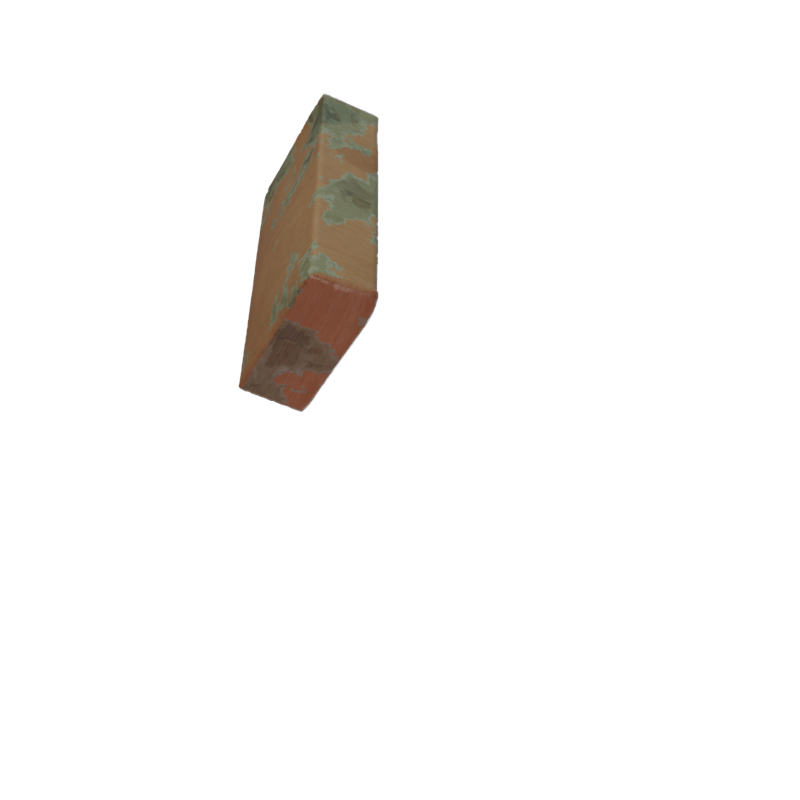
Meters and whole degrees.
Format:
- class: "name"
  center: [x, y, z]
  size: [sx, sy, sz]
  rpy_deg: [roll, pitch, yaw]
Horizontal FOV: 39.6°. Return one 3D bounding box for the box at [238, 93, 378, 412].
- class: "box"
  center: [-0.050, -0.091, 0.636]
  size: [0.046, 0.189, 0.090]
  rpy_deg: [20, -52, -21]
